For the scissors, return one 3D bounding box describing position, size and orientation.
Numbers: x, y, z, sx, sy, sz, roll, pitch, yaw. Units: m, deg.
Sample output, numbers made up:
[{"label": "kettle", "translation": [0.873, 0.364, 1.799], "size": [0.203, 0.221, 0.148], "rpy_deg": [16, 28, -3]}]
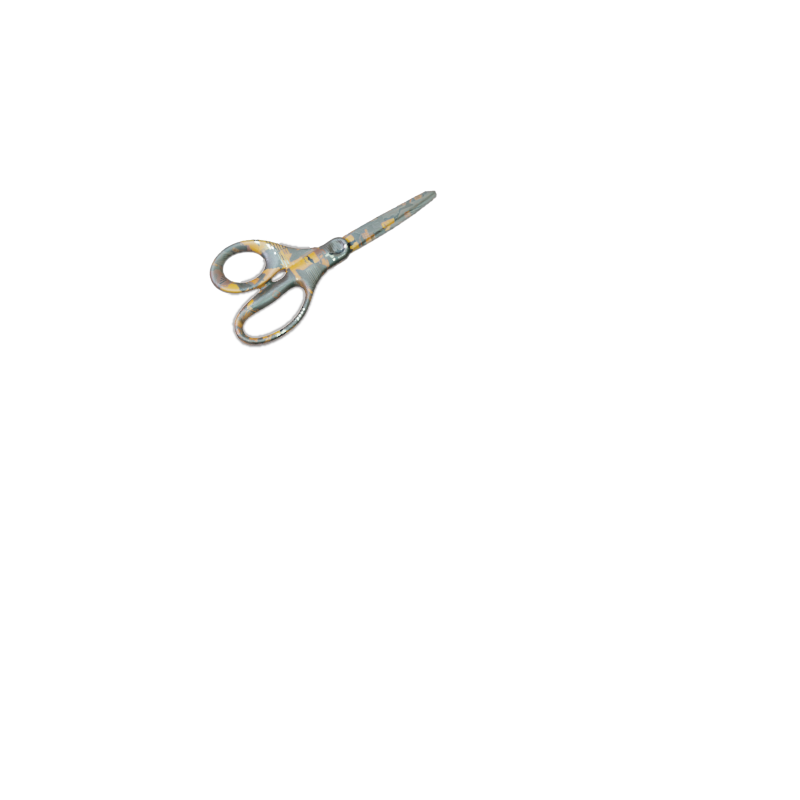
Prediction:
[{"label": "scissors", "translation": [-0.070, -0.128, 0.897], "size": [0.100, 0.205, 0.015], "rpy_deg": [38, -18, 15]}]
